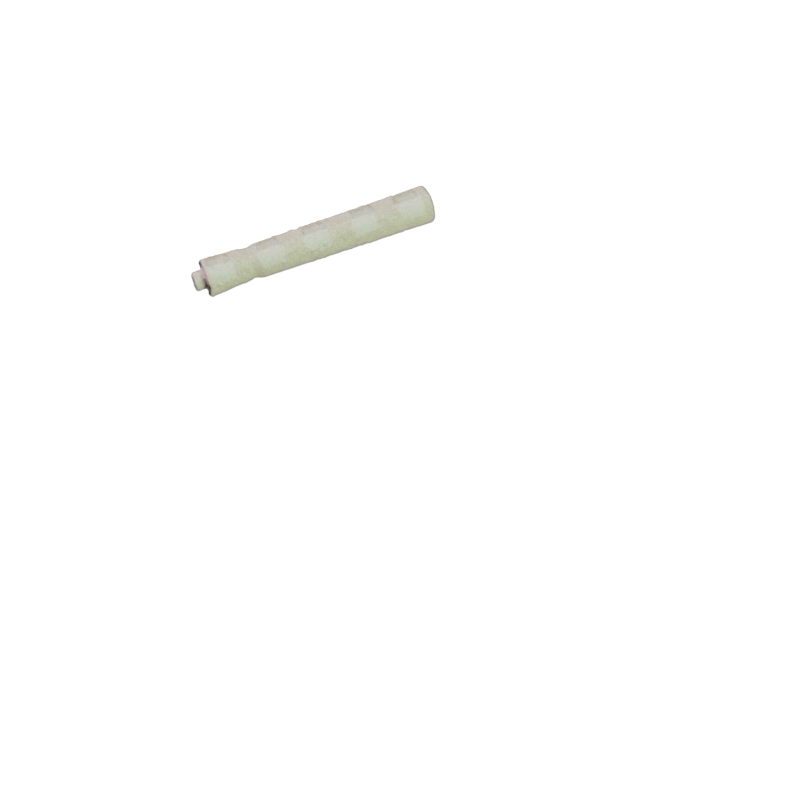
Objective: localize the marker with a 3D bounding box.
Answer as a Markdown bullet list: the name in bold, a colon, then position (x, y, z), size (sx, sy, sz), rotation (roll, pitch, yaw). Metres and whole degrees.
- **marker**: position (-0.042, -0.076, 0.531), size (0.120, 0.019, 0.020), rotation (-20, 9, -12)
